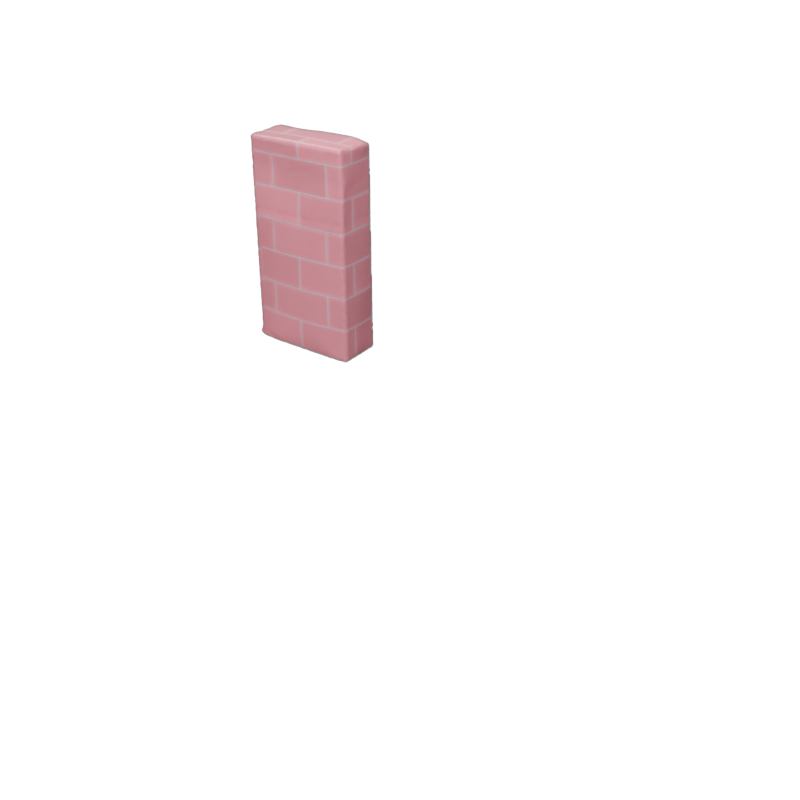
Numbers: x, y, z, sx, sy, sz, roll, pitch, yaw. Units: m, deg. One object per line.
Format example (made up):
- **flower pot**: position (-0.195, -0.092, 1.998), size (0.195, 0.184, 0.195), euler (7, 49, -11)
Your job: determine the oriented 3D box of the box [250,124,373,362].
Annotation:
- **box**: position (-0.069, -0.127, 0.889), size (0.098, 0.168, 0.048), euler (17, 26, 34)
